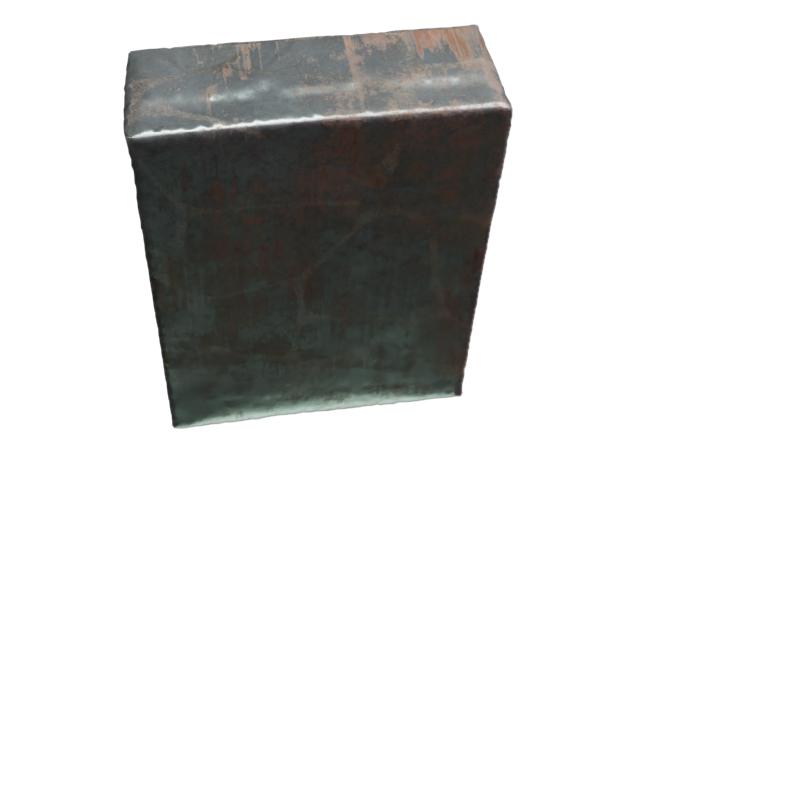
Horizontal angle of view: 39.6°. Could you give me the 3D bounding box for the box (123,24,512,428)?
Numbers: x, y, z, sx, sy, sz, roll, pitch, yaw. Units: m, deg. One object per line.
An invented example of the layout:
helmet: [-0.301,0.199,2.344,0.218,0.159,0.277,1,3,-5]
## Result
box: [-0.043,-0.079,0.555,0.163,0.077,0.199,-5,-38,-7]
